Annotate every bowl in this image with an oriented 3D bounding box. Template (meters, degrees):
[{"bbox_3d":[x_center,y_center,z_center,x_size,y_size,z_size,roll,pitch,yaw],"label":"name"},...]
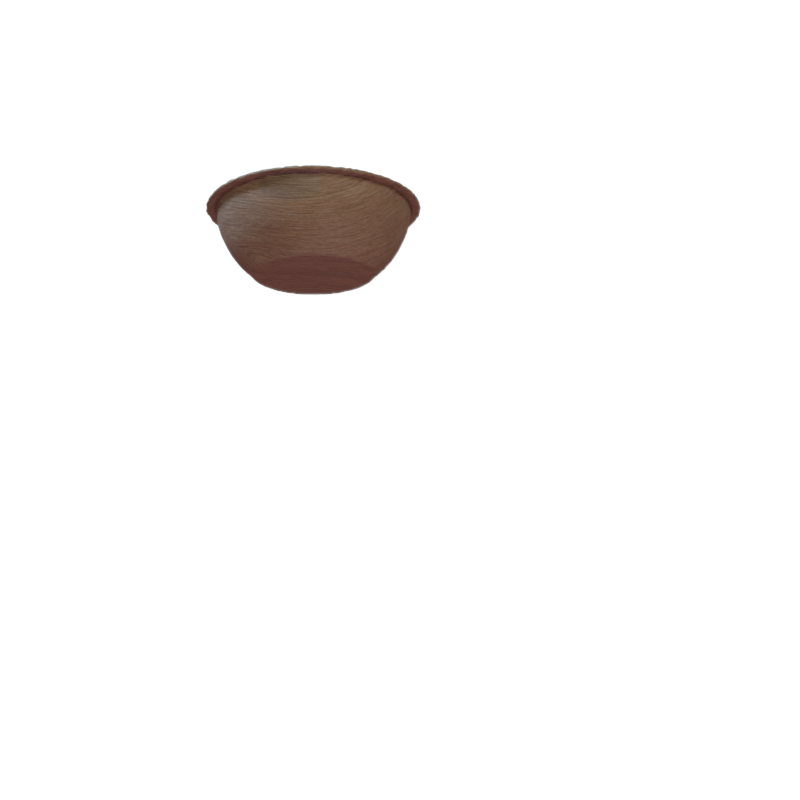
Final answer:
[{"bbox_3d":[-0.065,-0.118,0.829,0.162,0.057,0.156,0,-14,-2],"label":"bowl"}]
